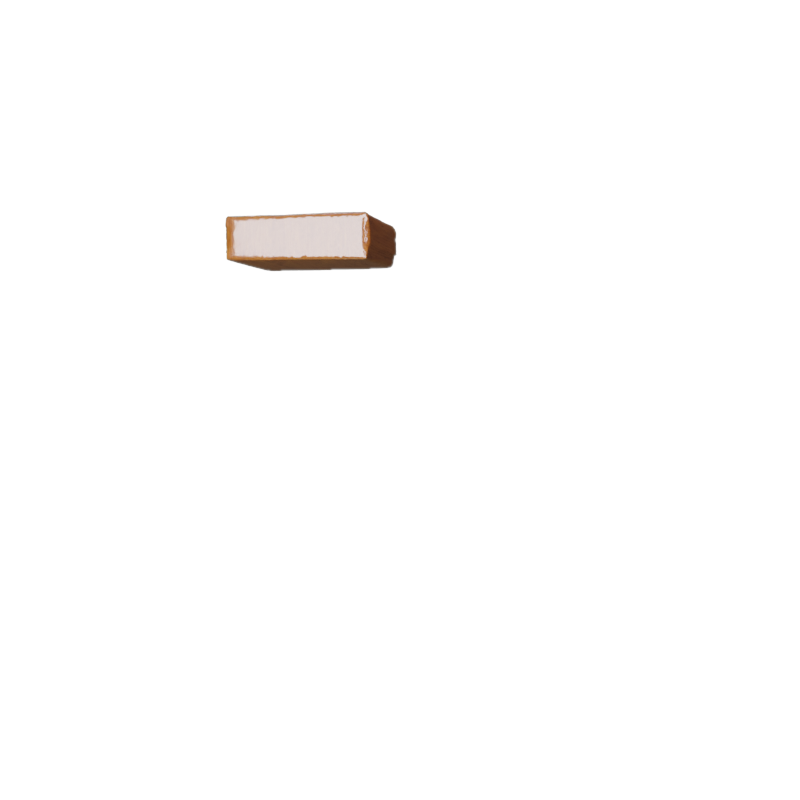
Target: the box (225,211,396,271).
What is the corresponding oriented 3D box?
[{"bbox_3d":[-0.053,-0.097,0.682,0.091,0.030,0.071,0,1,15],"label":"box"}]
